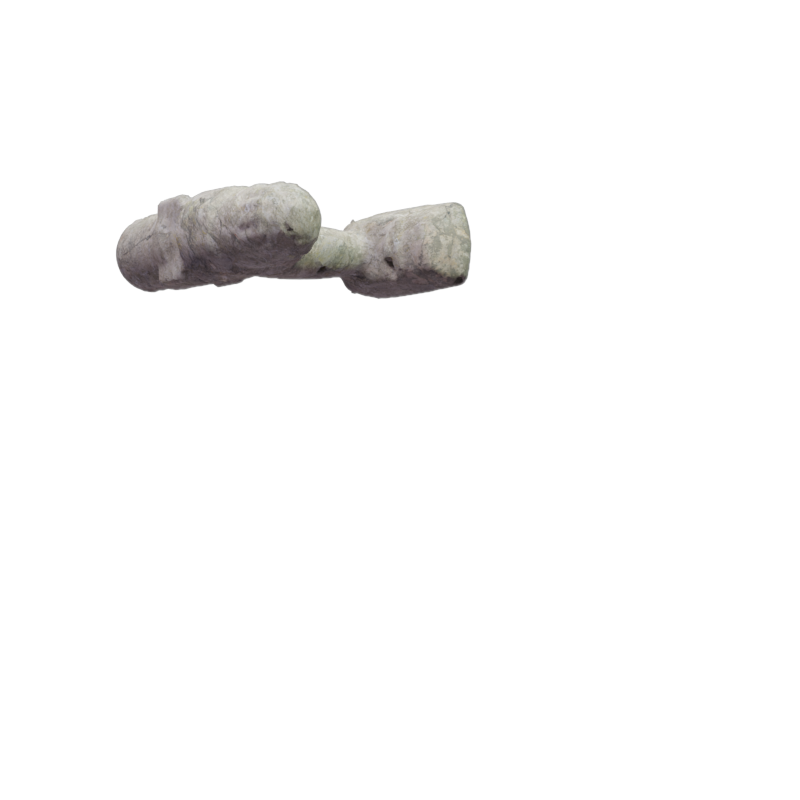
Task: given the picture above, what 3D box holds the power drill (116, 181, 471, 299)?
[{"bbox_3d":[-0.051,-0.093,0.653,0.180,0.058,0.190,-1,1,-37],"label":"power drill"}]
